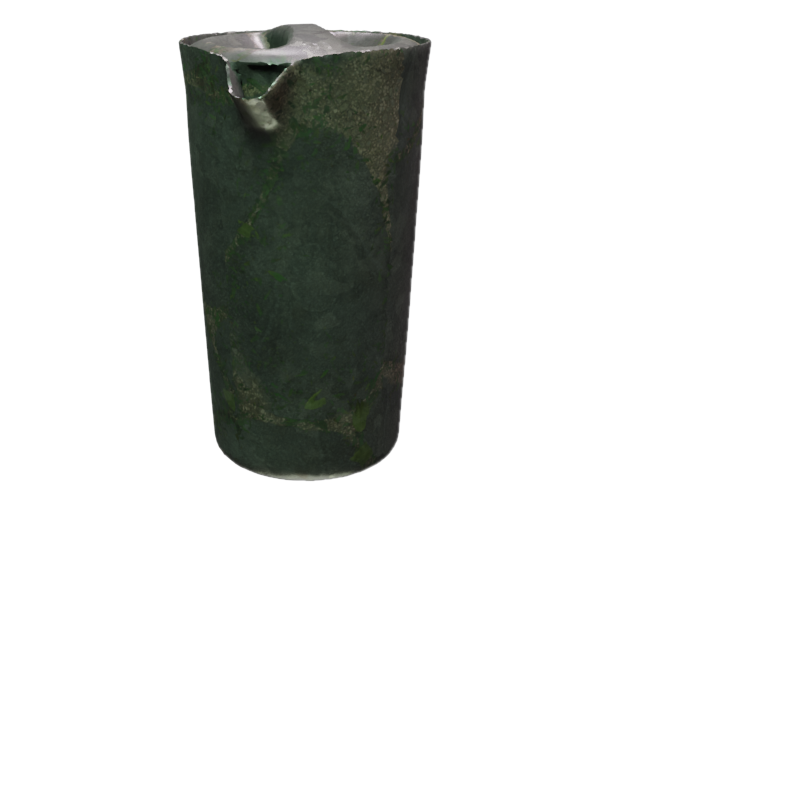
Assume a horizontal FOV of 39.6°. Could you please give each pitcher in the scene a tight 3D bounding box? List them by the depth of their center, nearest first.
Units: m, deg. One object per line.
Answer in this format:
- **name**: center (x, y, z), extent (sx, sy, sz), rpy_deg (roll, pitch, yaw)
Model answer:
- **pitcher**: center (-0.049, -0.090, 0.628), extent (0.146, 0.233, 0.154), rpy_deg (-9, 21, -28)
